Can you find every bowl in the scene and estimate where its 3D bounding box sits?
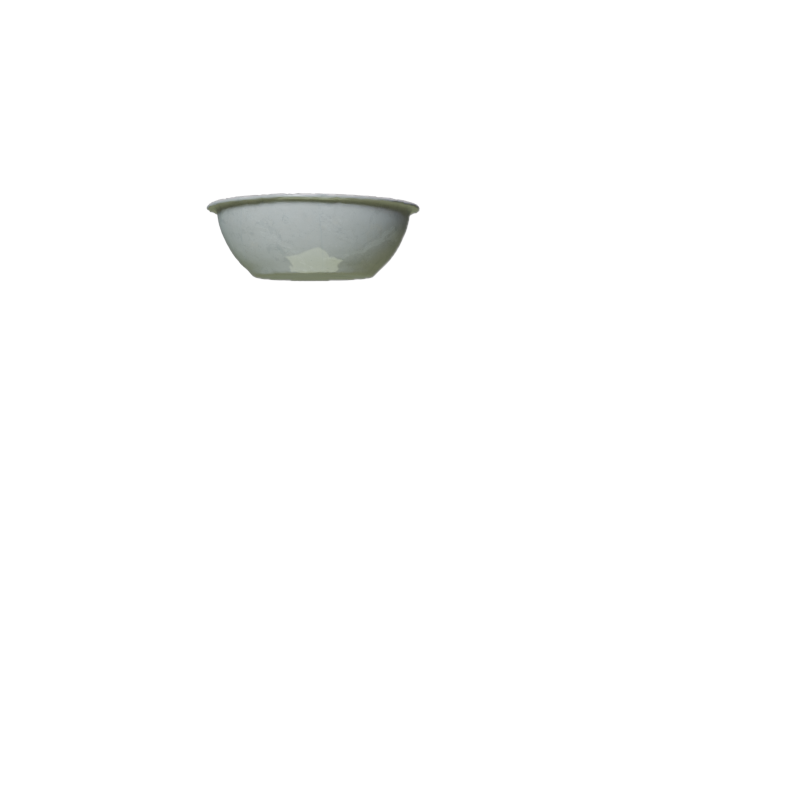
[{"bbox_3d":[-0.066,-0.120,0.841,0.162,0.055,0.162,0,2,-2],"label":"bowl"}]
